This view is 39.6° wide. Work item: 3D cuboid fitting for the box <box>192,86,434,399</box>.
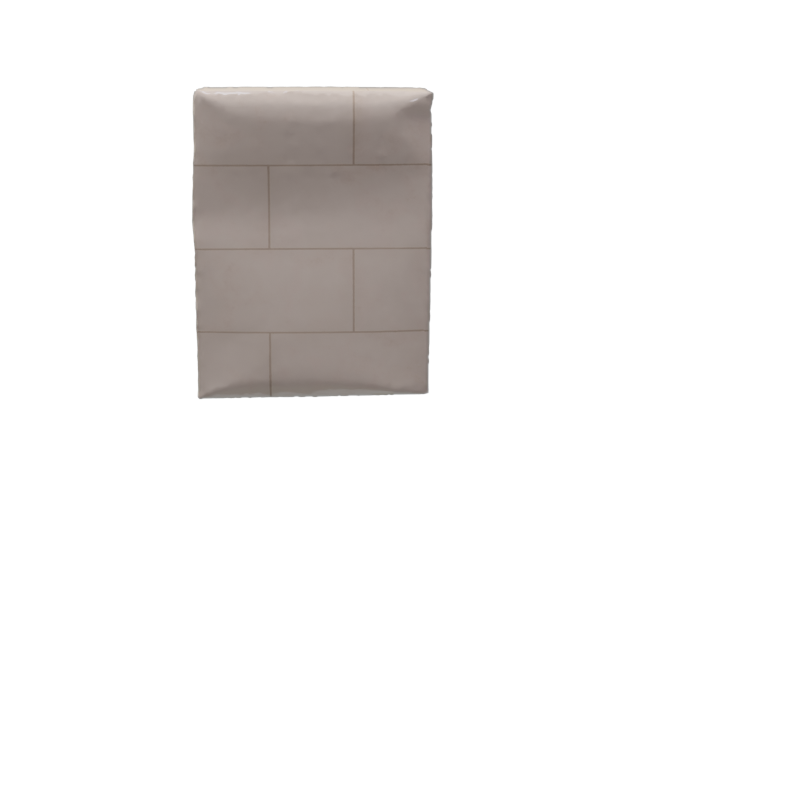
[{"bbox_3d":[-0.061,-0.111,0.775,0.164,0.209,0.074,0,10,-2],"label":"box"}]
